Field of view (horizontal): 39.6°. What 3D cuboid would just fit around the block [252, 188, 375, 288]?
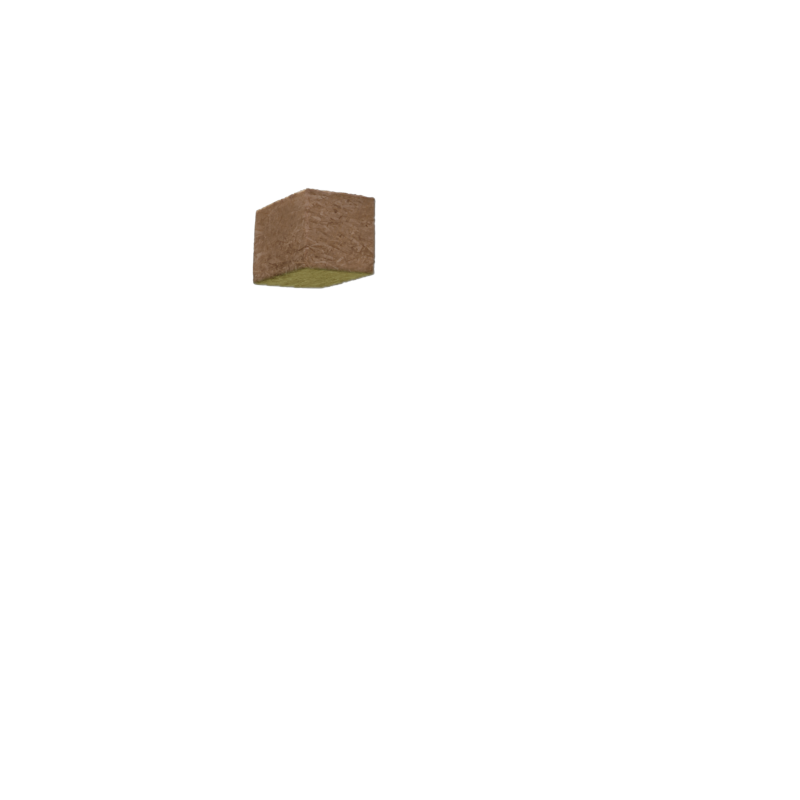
[{"bbox_3d":[-0.057,-0.104,0.729,0.051,0.052,0.079,4,-7,-31],"label":"block"}]
